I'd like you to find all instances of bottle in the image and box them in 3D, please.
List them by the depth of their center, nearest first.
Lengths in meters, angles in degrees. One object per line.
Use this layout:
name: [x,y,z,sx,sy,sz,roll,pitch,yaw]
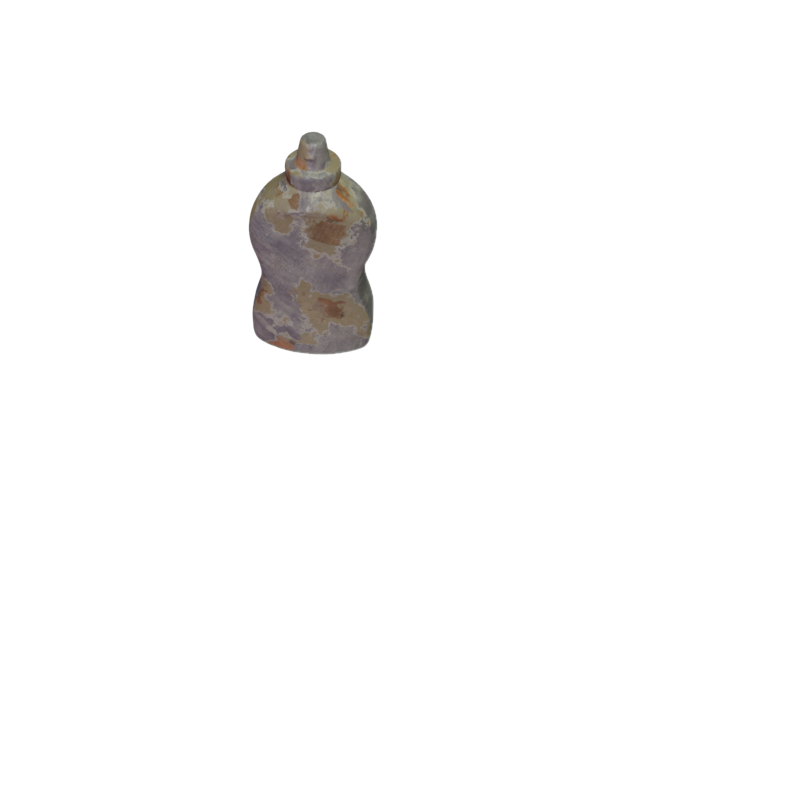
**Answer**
bottle: [-0.066,-0.120,0.845,0.097,0.179,0.062,7,43,4]
